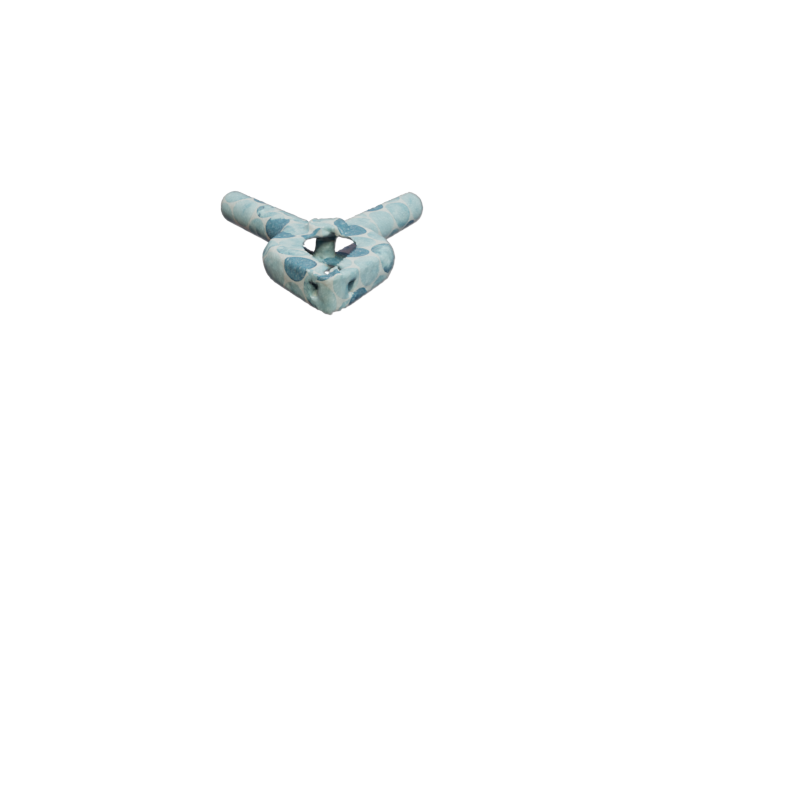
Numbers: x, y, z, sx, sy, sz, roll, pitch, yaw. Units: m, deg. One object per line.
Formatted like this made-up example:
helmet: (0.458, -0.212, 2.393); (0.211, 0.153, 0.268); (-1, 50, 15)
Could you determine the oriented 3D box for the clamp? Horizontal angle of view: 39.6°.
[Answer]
clamp: (-0.065, -0.119, 0.831); (0.165, 0.035, 0.220); (1, 26, 2)
